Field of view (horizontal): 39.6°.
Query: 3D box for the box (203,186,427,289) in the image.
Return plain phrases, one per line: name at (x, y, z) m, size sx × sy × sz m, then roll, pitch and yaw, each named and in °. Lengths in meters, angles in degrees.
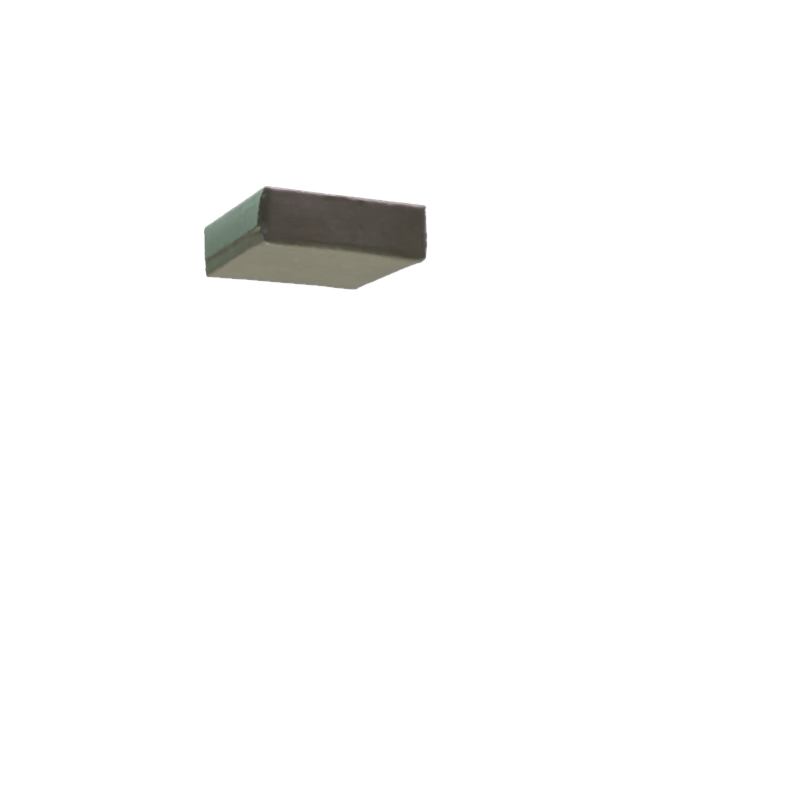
box at (-0.053, -0.098, 0.683) m, size 0.109 × 0.040 × 0.091 m, roll 4°, pitch -10°, yaw -29°
